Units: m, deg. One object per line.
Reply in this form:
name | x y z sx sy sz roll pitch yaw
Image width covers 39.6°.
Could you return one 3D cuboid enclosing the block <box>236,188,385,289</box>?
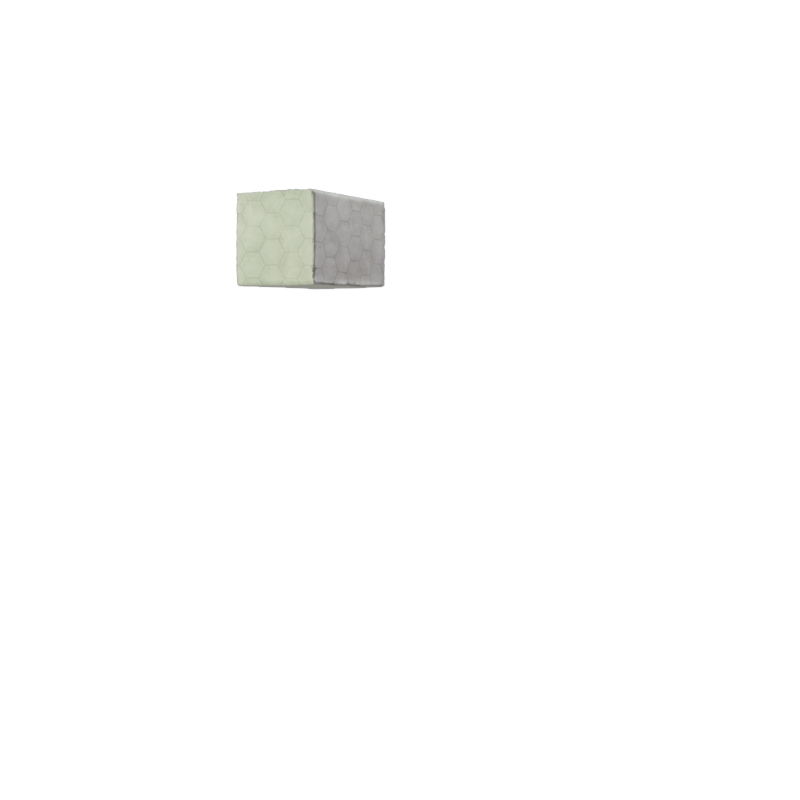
block | -0.049 -0.089 0.623 0.054 0.051 0.075 0 1 30
